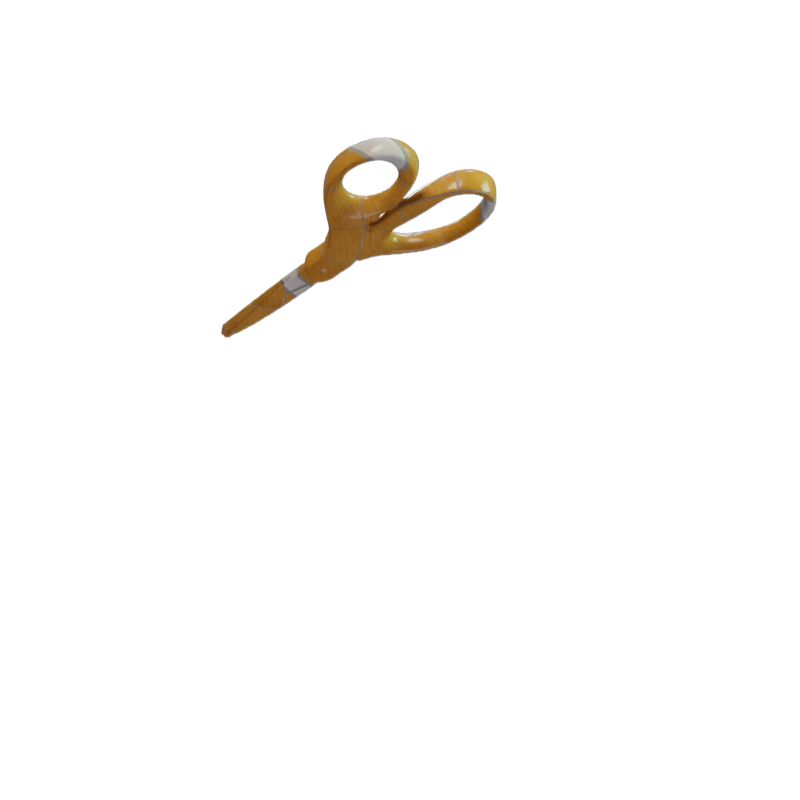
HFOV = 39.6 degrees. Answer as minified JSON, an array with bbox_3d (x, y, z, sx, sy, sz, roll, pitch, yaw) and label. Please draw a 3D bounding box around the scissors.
[{"bbox_3d":[-0.046,-0.085,0.594,0.203,0.017,0.089,-19,-35,28],"label":"scissors"}]
